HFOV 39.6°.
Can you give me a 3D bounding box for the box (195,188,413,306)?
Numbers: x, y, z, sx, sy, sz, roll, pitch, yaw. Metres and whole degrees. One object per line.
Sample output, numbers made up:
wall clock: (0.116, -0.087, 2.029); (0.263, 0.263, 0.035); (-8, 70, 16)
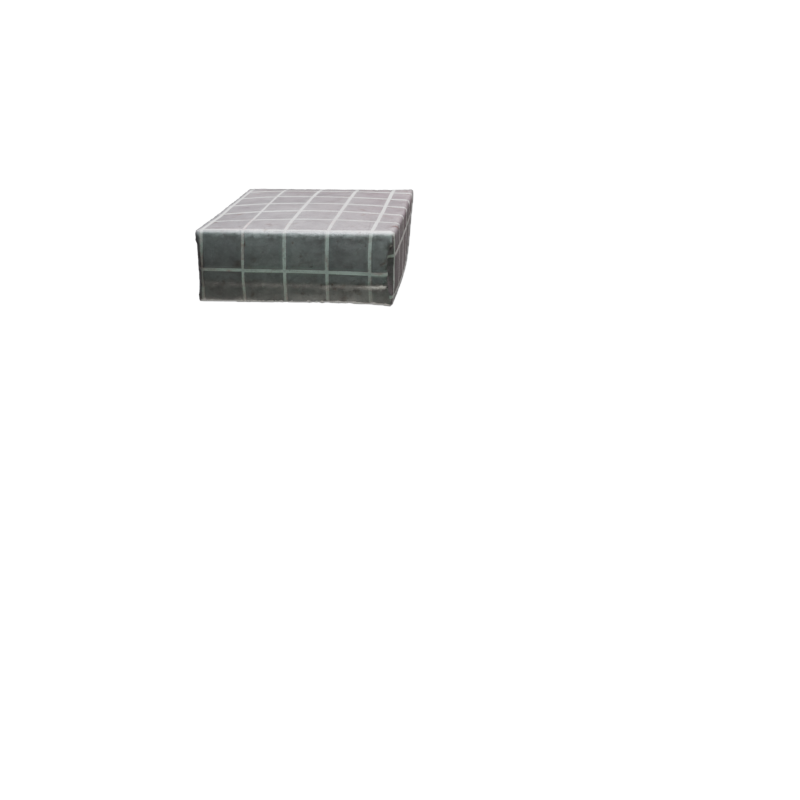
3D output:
box: (-0.042, -0.077, 0.541); (0.091, 0.038, 0.116); (2, 18, 6)
